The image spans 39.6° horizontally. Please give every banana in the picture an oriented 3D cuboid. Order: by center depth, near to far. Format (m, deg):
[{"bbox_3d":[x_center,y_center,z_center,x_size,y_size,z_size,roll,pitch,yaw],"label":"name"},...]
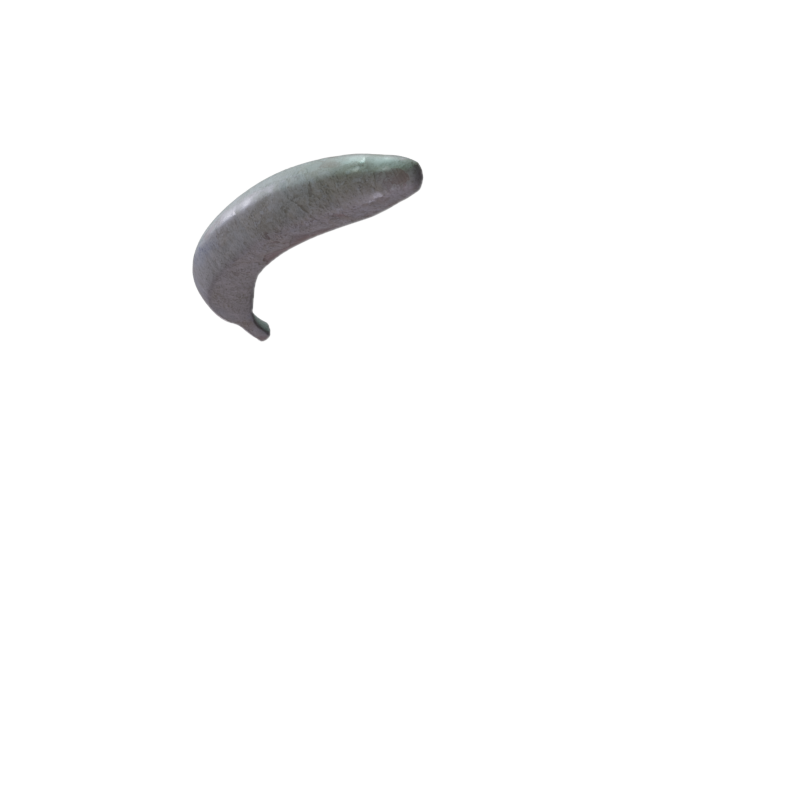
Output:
[{"bbox_3d":[-0.064,-0.085,0.581,0.067,0.039,0.195,11,-23,-27],"label":"banana"}]
